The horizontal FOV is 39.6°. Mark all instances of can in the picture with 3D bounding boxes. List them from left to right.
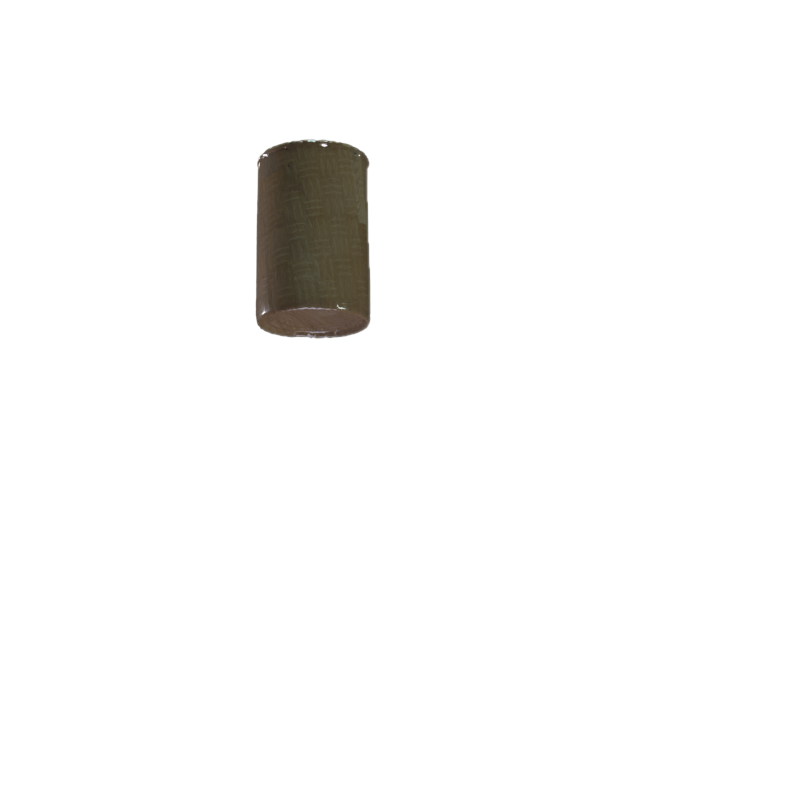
[{"bbox_3d":[-0.051,-0.093,0.654,0.068,0.107,0.066,0,-17,-2],"label":"can"}]
